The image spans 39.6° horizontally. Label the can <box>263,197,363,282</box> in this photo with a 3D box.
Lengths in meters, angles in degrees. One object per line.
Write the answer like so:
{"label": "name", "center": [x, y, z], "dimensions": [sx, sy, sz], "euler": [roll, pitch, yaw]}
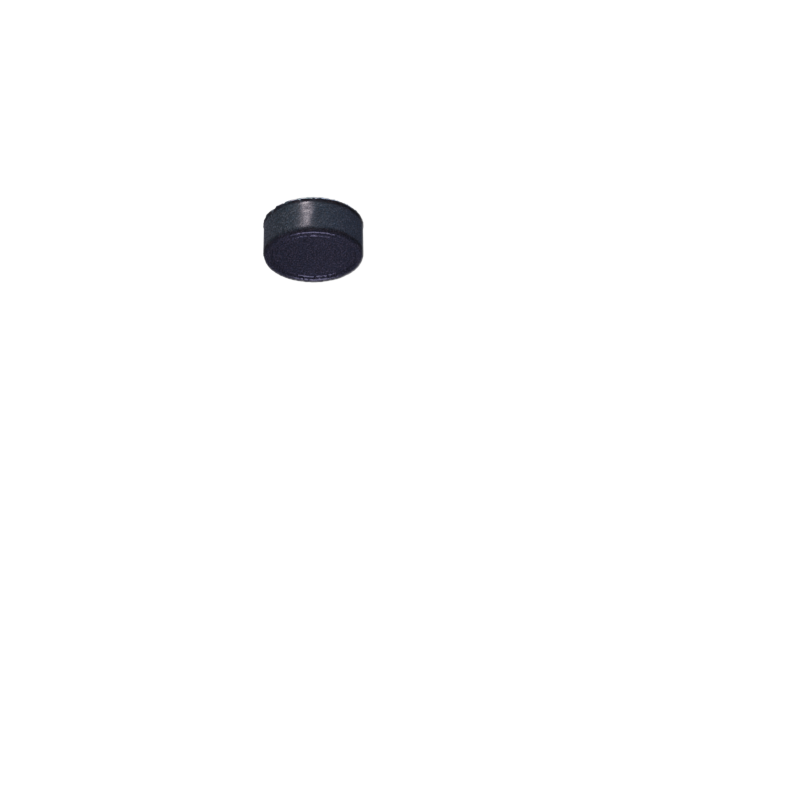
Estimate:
{"label": "can", "center": [-0.073, -0.134, 0.938], "dimensions": [0.086, 0.036, 0.081], "euler": [1, -27, -2]}
